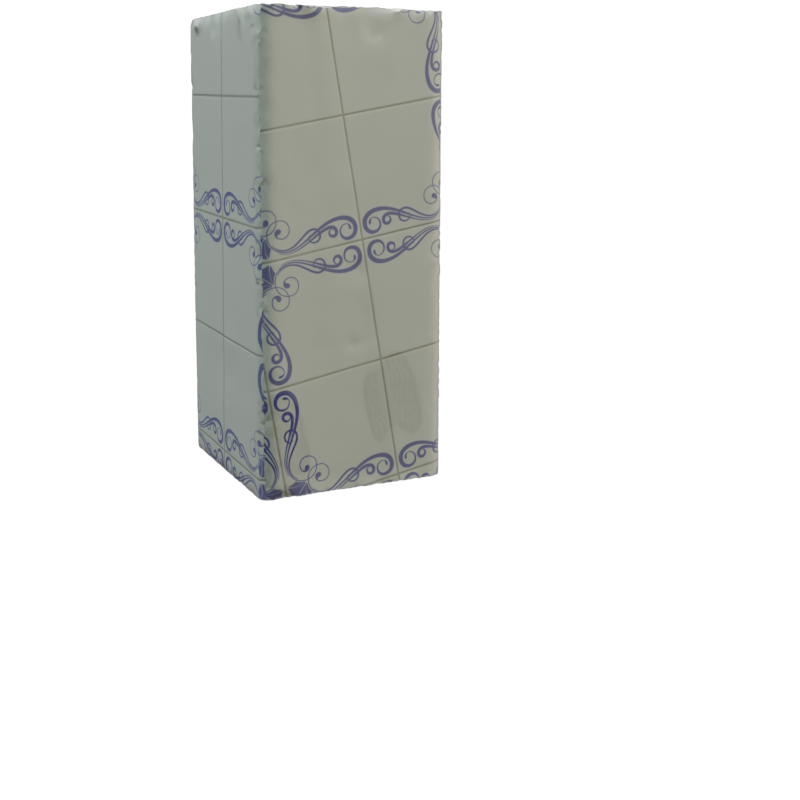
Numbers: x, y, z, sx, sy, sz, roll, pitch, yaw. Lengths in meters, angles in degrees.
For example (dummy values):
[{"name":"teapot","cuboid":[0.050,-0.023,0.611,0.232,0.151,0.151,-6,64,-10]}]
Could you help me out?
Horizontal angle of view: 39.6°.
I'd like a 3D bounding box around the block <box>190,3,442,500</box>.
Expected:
[{"name":"block","cuboid":[-0.041,-0.073,0.511,0.088,0.202,0.095,-4,9,-26]}]
